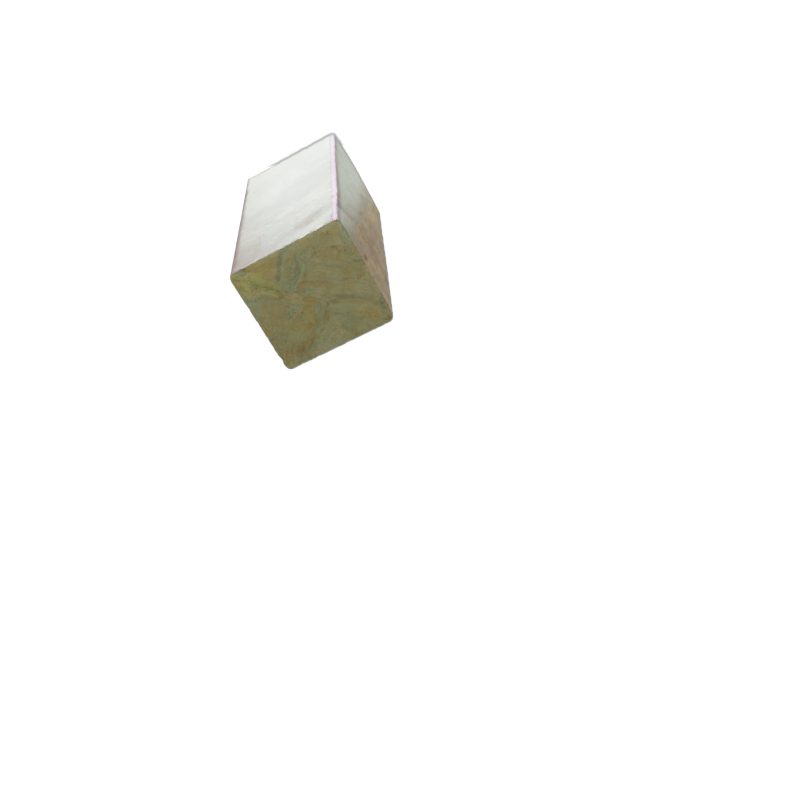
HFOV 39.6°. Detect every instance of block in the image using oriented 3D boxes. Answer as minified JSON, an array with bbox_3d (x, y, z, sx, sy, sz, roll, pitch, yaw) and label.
[{"bbox_3d":[-0.068,-0.125,0.879,0.091,0.085,0.218,-26,27,10],"label":"block"}]
